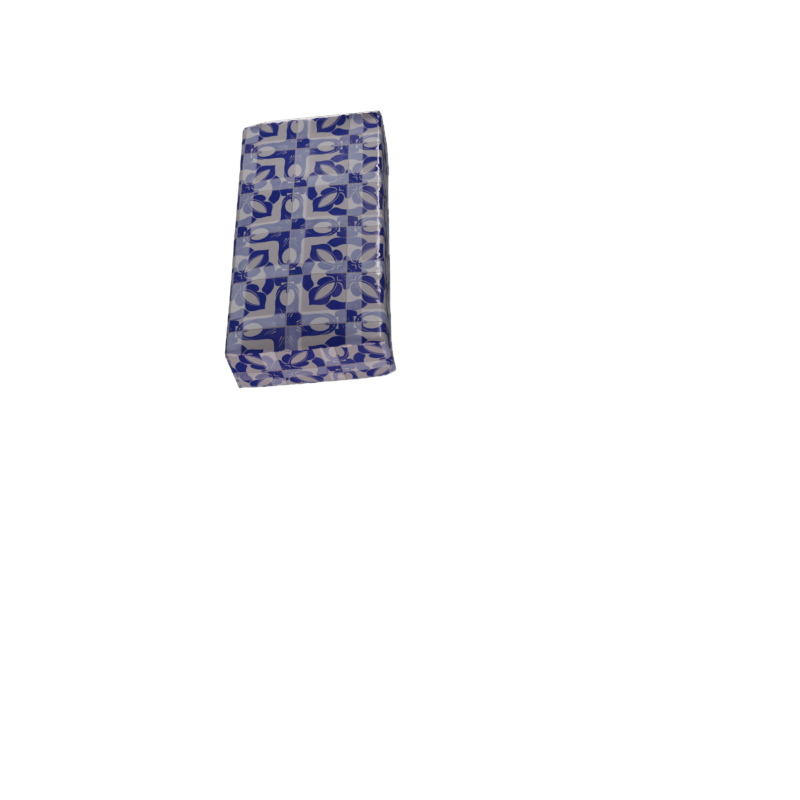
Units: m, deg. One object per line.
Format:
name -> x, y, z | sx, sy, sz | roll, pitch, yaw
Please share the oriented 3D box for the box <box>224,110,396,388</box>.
box -> -0.053, -0.096, 0.671 | 0.094, 0.188, 0.045 | -6, -33, 6
